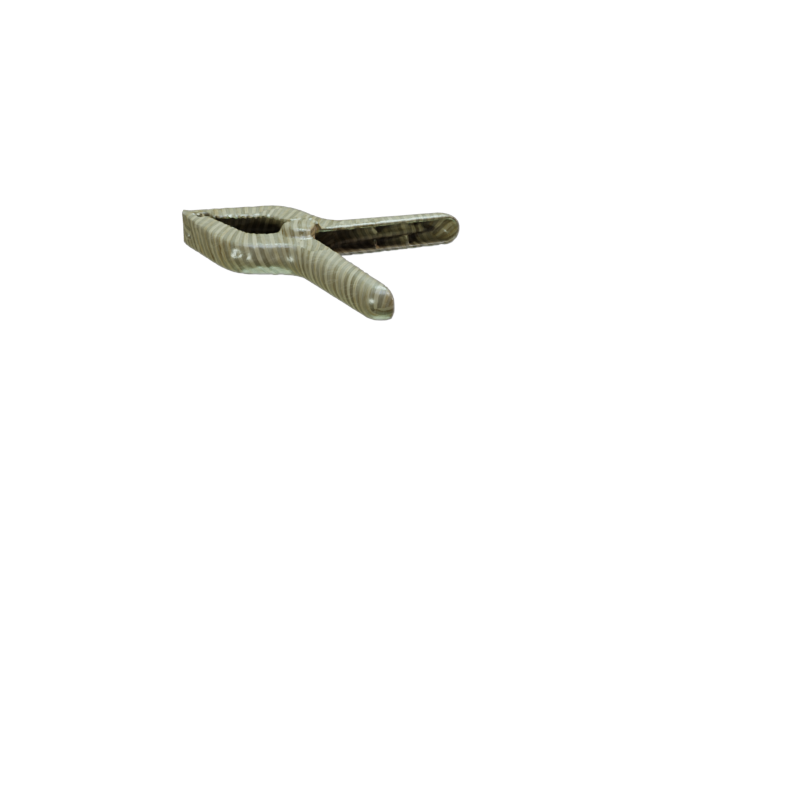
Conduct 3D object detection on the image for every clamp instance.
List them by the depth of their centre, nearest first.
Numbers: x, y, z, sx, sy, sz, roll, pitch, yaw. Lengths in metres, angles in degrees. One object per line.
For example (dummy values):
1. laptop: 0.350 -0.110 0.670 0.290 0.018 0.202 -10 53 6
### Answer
1. clamp: -0.066 -0.120 0.843 0.219 0.034 0.166 14 31 25
